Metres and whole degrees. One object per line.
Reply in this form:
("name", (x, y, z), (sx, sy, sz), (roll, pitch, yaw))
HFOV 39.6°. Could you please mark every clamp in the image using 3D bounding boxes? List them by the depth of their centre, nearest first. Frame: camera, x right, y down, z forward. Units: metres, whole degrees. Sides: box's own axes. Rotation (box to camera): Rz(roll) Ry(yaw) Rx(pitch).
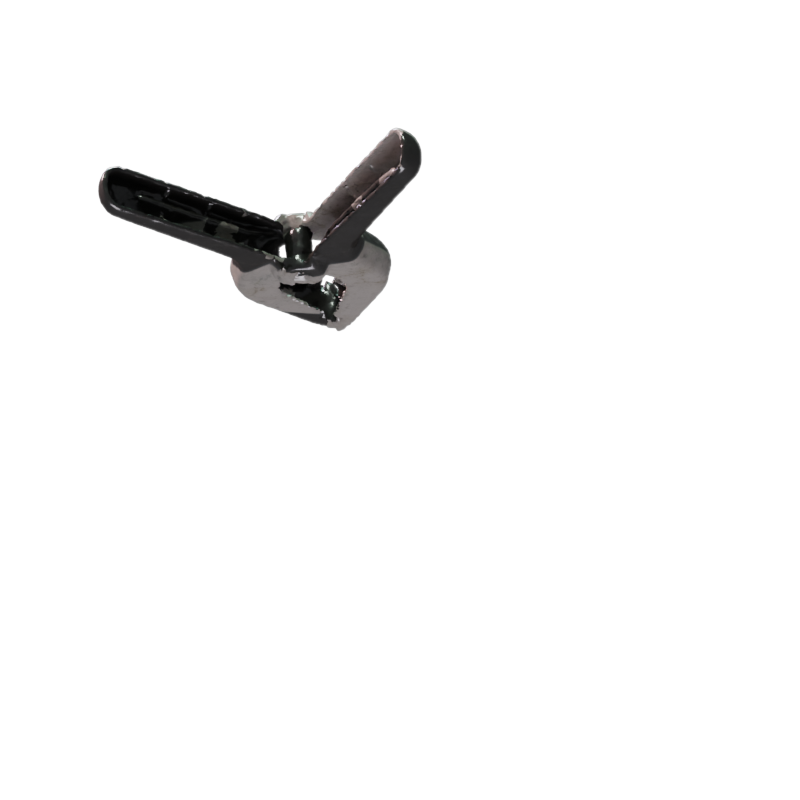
("clamp", (-0.049, -0.089, 0.623), (0.167, 0.038, 0.196), (-6, -19, 17))
